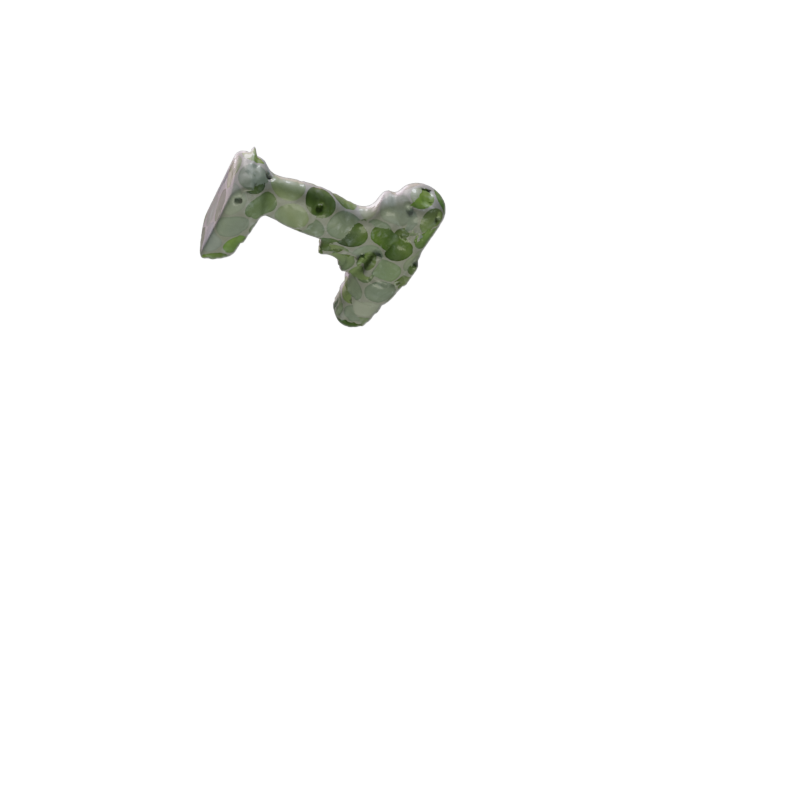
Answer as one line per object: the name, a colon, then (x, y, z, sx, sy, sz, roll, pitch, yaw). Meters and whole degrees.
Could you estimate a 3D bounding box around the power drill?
power drill: (-0.076, -0.139, 0.973, 0.182, 0.061, 0.177, 14, -39, -18)
